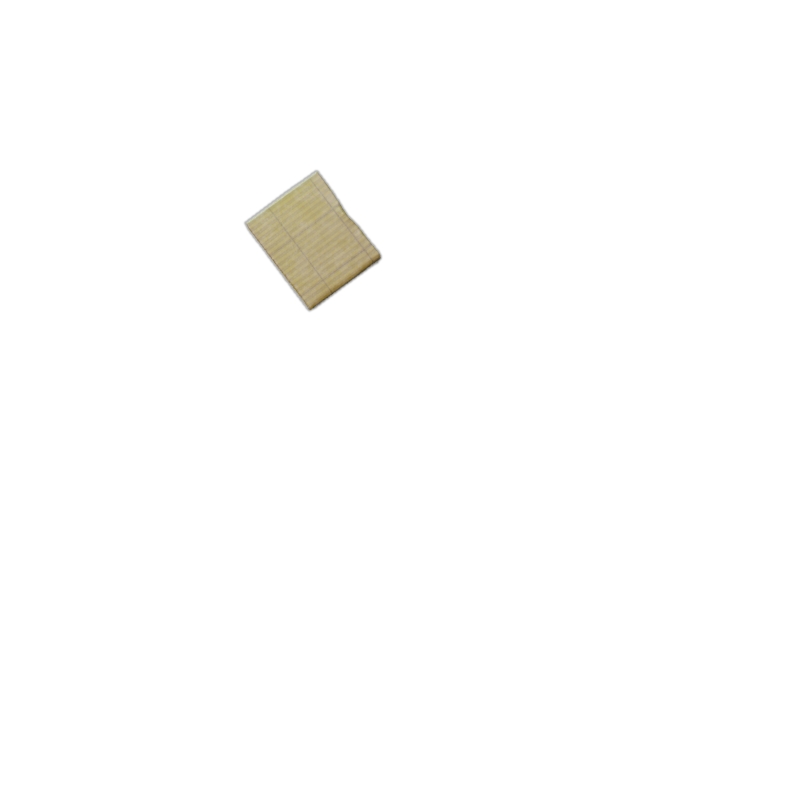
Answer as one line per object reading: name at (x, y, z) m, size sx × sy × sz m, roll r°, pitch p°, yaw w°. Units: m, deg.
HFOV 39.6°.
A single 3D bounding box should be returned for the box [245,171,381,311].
box at (-0.070, -0.128, 0.898) m, size 0.073 × 0.090 × 0.030 m, roll -36°, pitch -4°, yaw -4°
